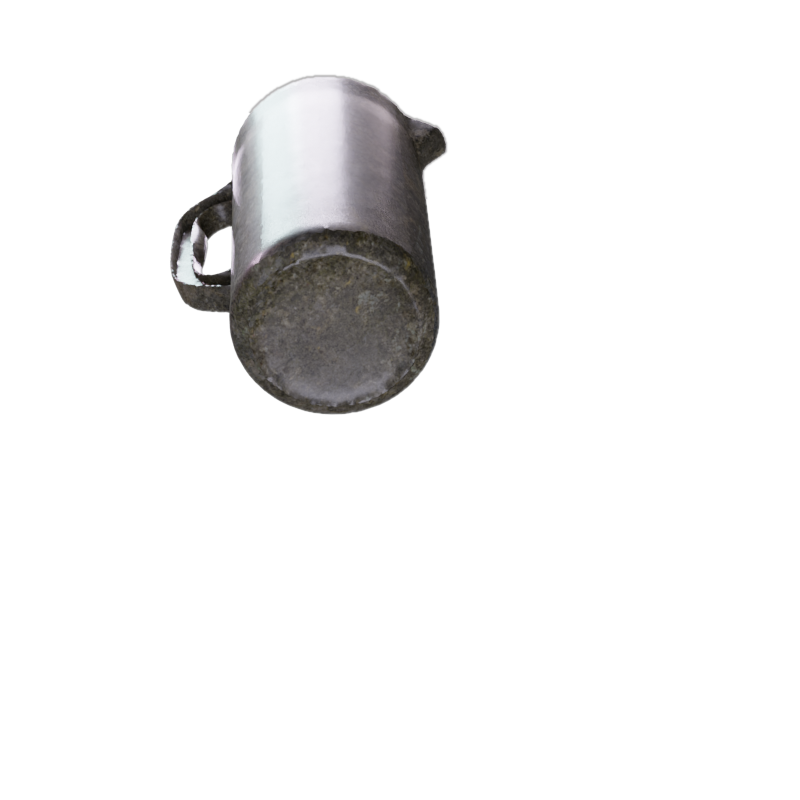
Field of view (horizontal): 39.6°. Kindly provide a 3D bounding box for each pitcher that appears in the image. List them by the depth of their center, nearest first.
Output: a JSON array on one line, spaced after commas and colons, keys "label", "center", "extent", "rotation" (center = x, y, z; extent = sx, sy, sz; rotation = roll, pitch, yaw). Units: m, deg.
[{"label": "pitcher", "center": [-0.052, -0.095, 0.668], "extent": [0.141, 0.145, 0.258], "rotation": [24, 25, -16]}]
